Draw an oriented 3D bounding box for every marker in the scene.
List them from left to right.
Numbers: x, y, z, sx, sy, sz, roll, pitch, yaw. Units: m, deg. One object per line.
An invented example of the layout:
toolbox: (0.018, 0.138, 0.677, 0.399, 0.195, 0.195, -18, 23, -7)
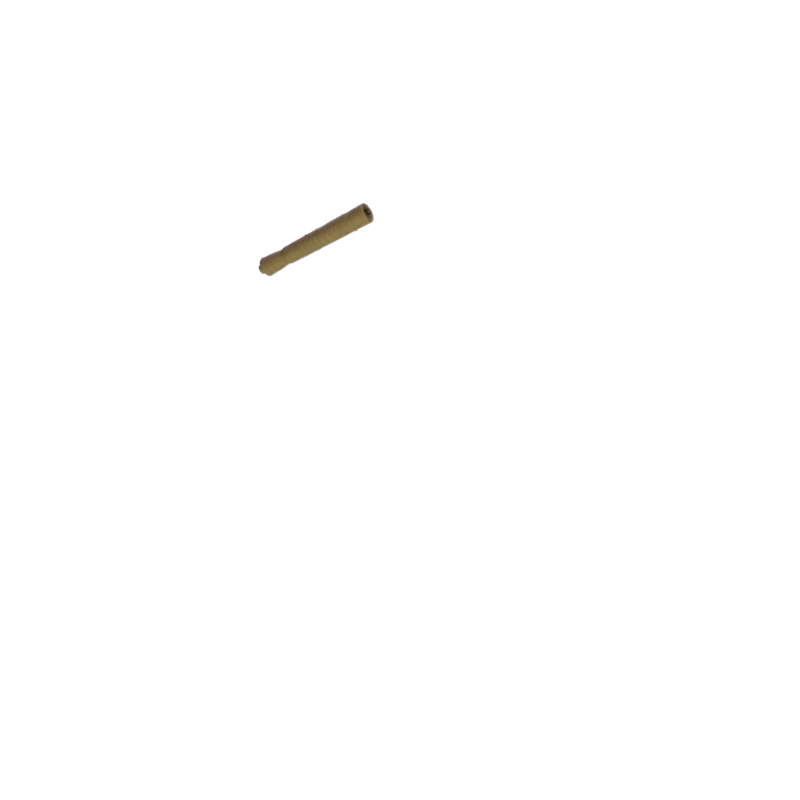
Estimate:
marker: (-0.078, -0.142, 0.994, 0.121, 0.020, 0.019, -24, -7, 26)
